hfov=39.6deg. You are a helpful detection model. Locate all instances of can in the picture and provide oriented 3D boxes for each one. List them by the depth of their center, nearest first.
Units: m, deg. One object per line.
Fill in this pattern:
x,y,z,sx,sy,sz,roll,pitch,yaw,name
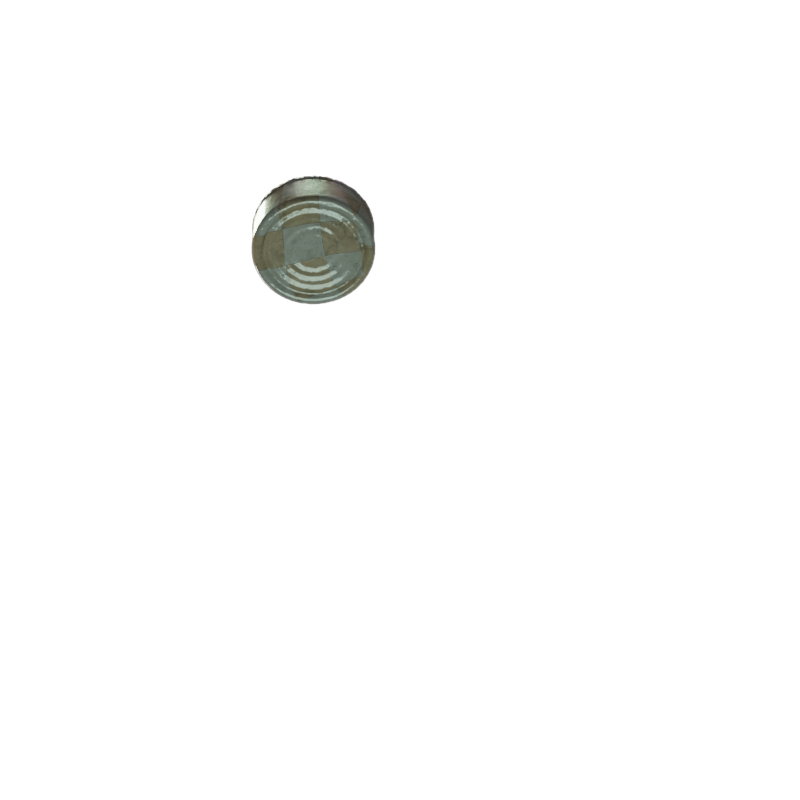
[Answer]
-0.060,-0.109,0.764,0.086,0.081,0.036,1,32,-1,can
